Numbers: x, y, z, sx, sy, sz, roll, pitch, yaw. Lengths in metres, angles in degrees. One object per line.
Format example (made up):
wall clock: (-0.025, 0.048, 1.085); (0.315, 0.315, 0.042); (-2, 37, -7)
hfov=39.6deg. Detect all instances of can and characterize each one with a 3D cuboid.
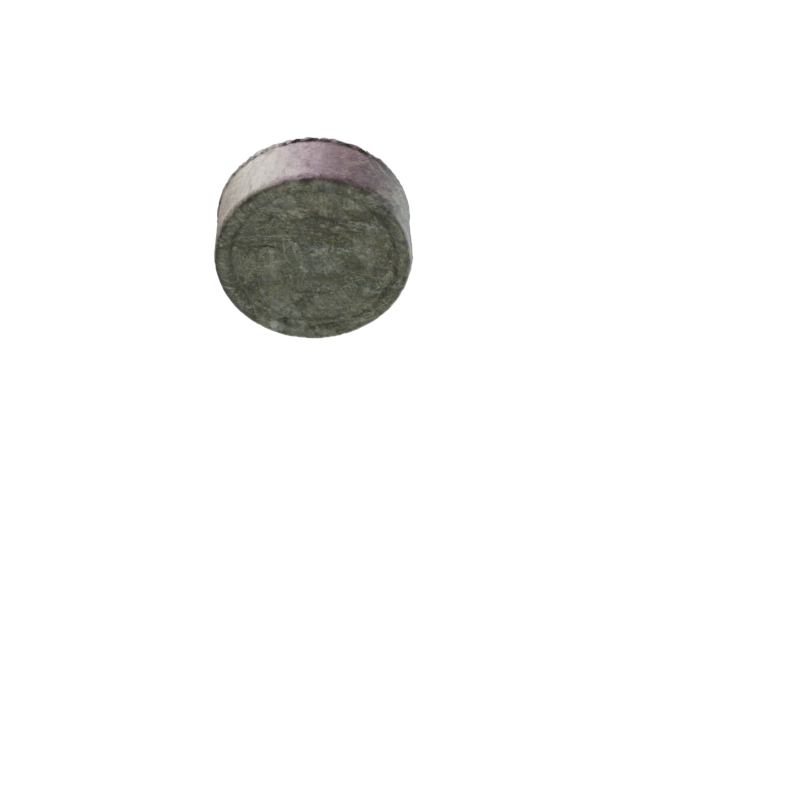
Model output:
can: (-0.038, -0.069, 0.480); (0.086, 0.080, 0.036); (1, 38, -1)
